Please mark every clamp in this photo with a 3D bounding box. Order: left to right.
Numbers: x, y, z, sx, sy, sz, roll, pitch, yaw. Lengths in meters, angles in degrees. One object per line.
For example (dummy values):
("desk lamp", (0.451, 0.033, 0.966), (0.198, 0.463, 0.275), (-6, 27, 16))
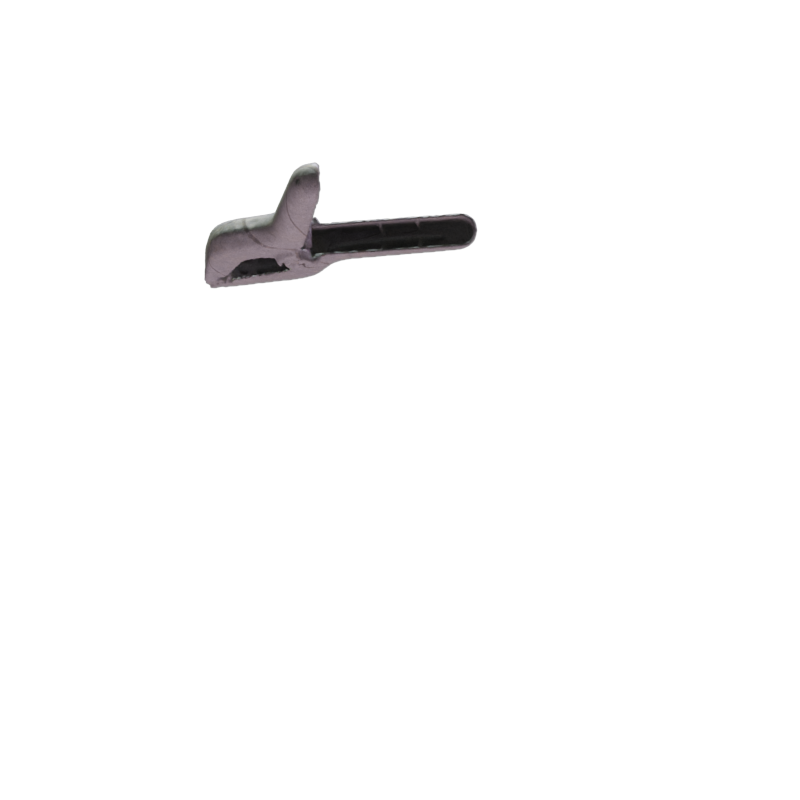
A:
("clamp", (-0.062, -0.113, 0.795), (0.156, 0.038, 0.213), (9, -14, -38))
